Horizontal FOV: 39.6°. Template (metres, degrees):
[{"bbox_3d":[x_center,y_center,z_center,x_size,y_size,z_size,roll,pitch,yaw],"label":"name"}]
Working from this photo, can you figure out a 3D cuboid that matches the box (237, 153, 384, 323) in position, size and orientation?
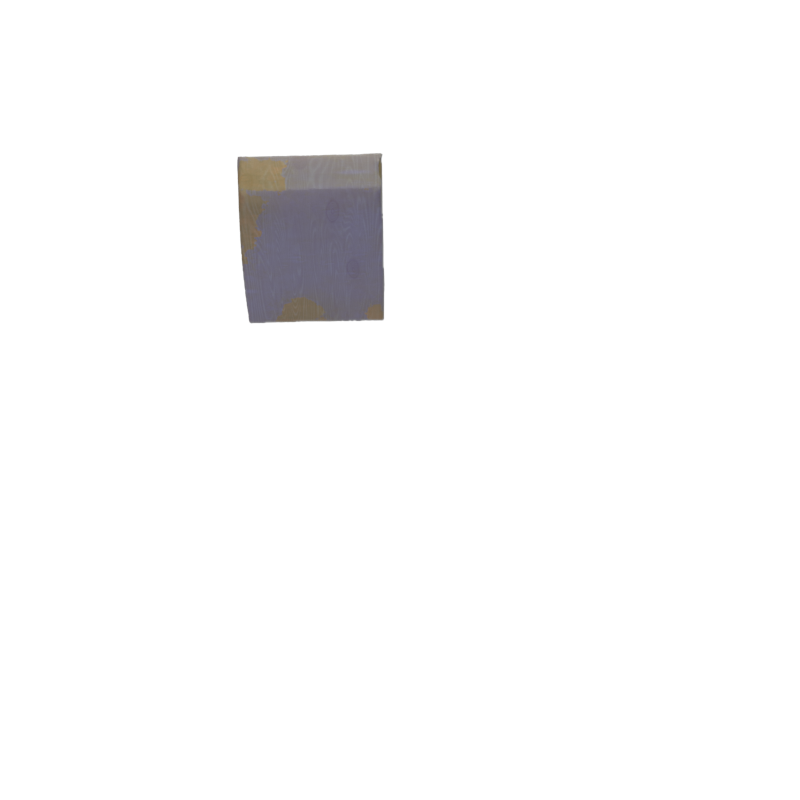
[{"bbox_3d":[-0.055,-0.100,0.697,0.090,0.106,0.042,-1,44,0],"label":"box"}]
